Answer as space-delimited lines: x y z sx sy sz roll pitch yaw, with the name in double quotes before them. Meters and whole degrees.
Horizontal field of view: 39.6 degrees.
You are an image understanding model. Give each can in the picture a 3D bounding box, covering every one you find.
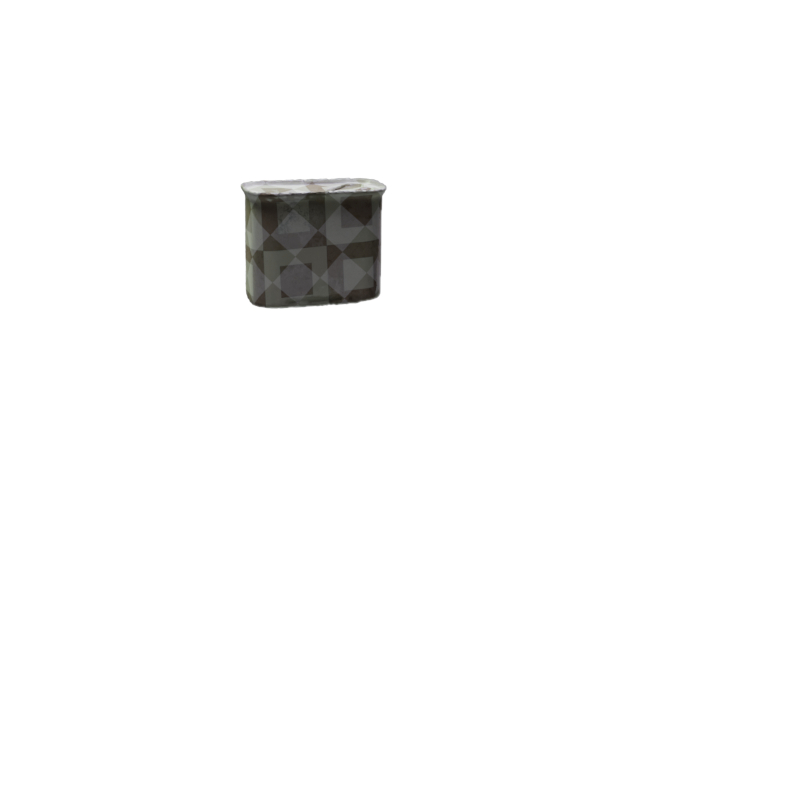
"can" -0.063 -0.114 0.800 0.100 0.081 0.060 -4 15 -14
